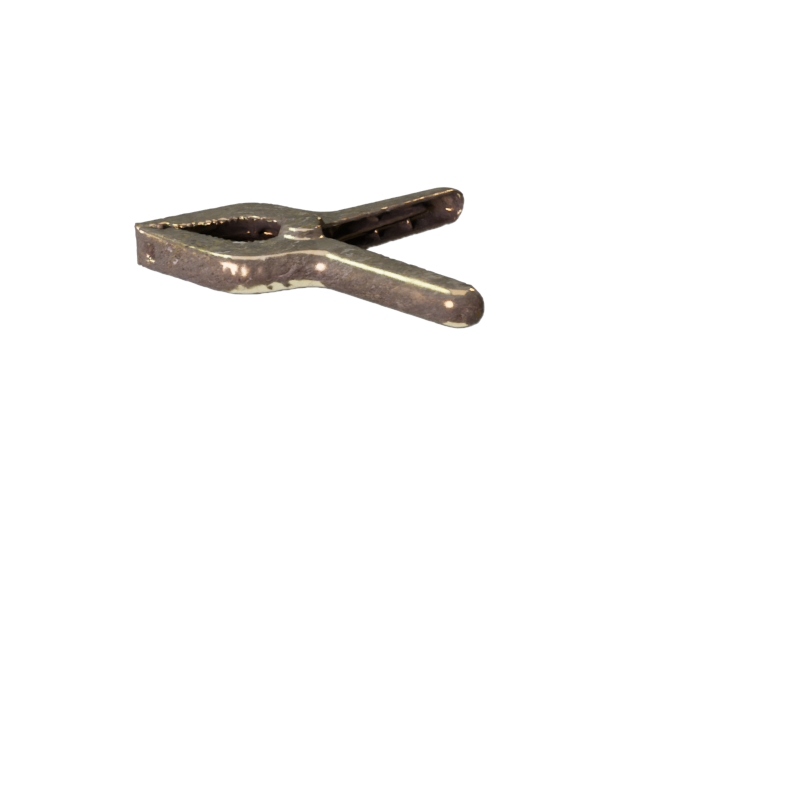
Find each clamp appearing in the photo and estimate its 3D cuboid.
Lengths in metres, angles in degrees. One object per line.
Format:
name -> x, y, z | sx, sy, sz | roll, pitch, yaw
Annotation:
clamp -> -0.053, -0.096, 0.671 | 0.213, 0.034, 0.172 | 4, 29, 7
